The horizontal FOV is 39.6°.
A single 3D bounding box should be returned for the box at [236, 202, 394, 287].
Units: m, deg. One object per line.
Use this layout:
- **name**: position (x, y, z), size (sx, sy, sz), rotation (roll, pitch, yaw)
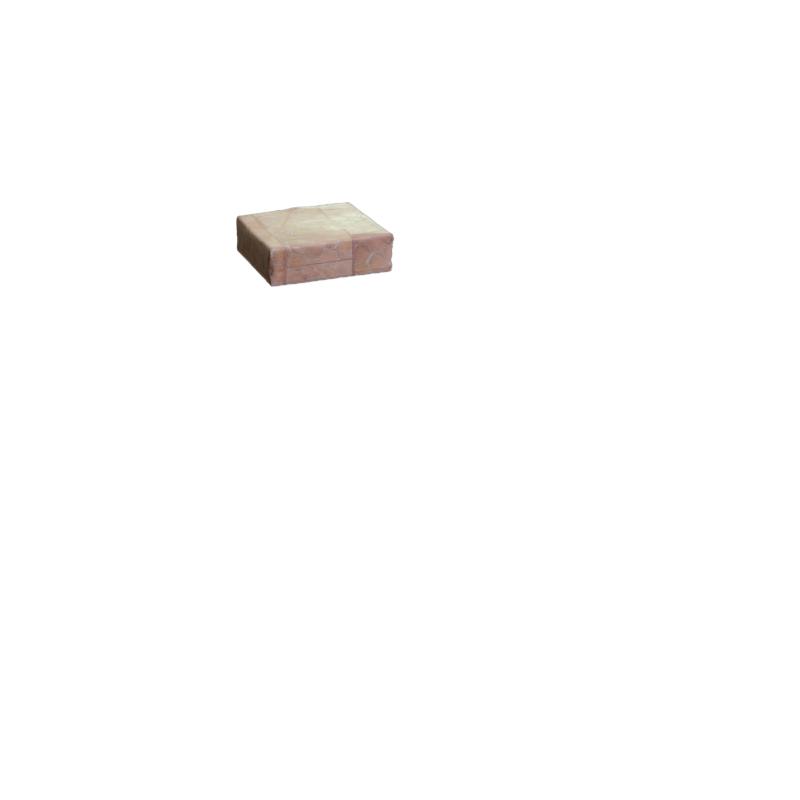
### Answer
- **box**: position (-0.059, -0.108, 0.755), size (0.088, 0.029, 0.078), rotation (-11, 28, -21)
